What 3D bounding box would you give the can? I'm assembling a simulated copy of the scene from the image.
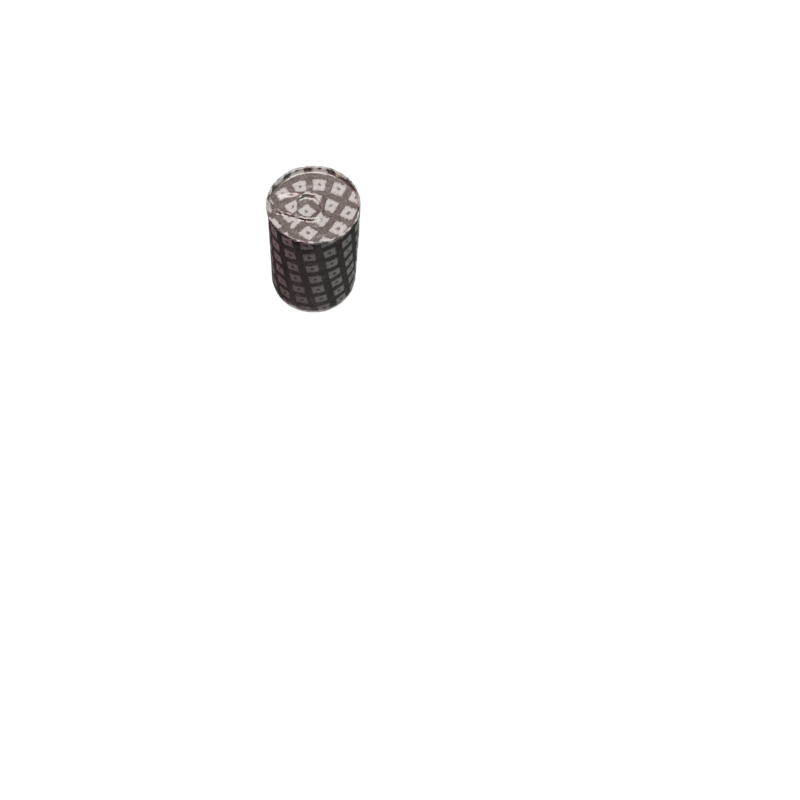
[{"bbox_3d":[-0.065,-0.119,0.833,0.068,0.073,0.096,0,-28,-3],"label":"can"}]
